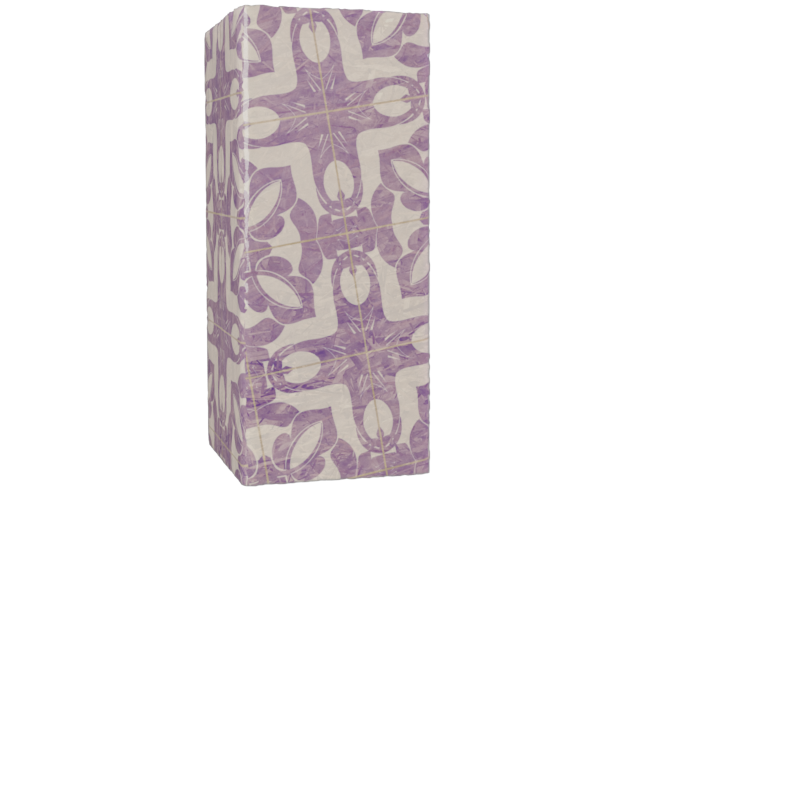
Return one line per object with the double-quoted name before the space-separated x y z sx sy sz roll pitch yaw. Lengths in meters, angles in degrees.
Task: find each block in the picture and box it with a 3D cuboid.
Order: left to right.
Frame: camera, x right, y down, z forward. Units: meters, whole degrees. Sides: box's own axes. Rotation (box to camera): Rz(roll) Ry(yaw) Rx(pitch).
"block" -0.042 -0.075 0.526 0.088 0.205 0.093 -1 4 -18
